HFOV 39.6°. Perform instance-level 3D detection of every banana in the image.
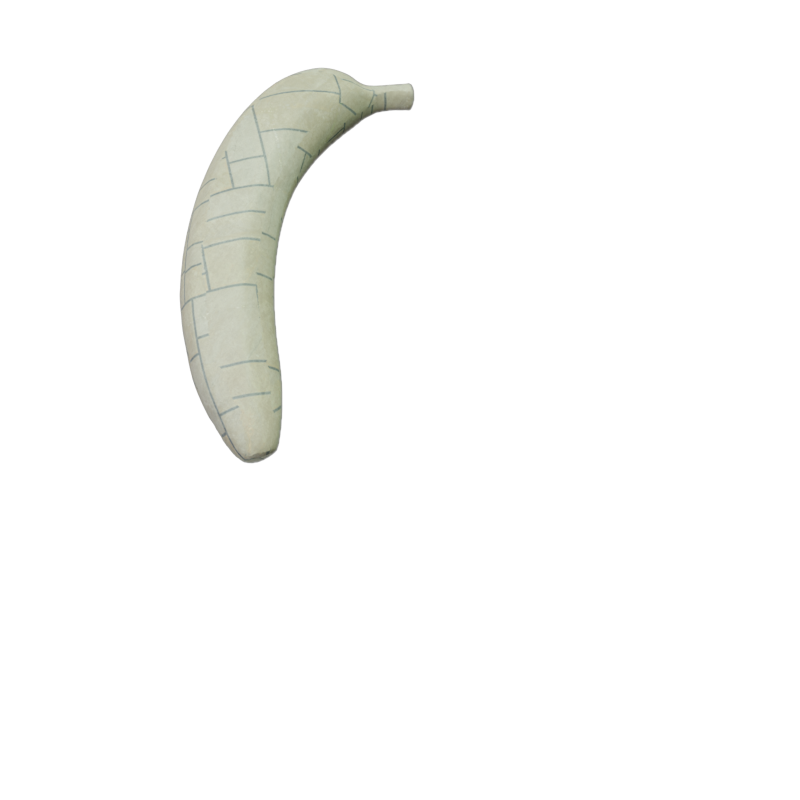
[{"bbox_3d":[-0.052,-0.073,0.452,0.071,0.207,0.034,15,-30,8],"label":"banana"}]
